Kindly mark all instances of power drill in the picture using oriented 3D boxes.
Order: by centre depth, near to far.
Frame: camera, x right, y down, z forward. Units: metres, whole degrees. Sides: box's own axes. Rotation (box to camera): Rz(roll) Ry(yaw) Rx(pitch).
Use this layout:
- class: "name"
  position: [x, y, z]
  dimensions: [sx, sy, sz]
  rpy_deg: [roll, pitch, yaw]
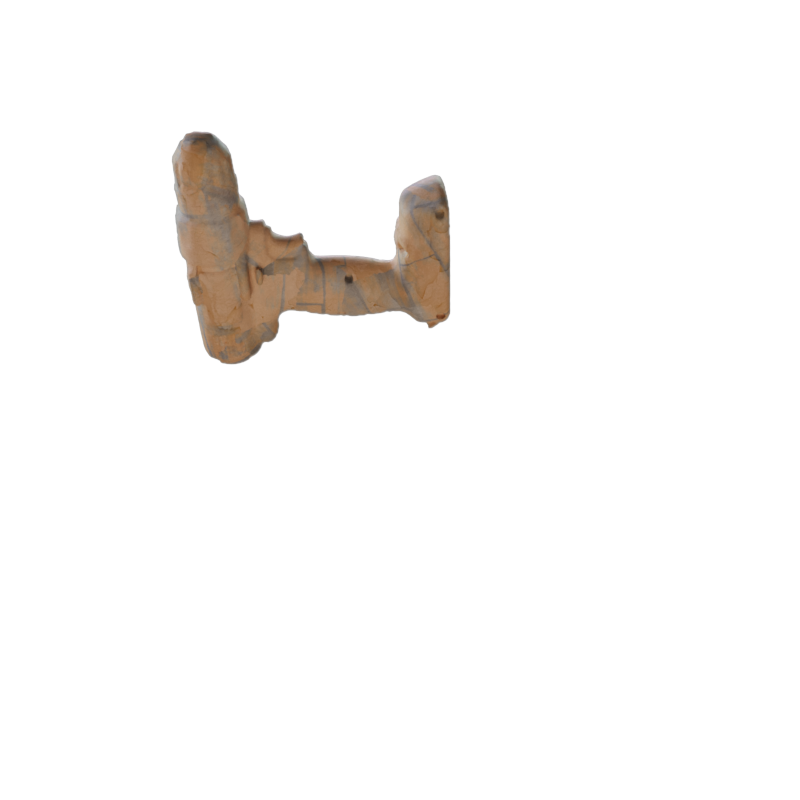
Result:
- class: "power drill"
  position: [-0.061, -0.111, 0.775]
  dimensions: [0.188, 0.172, 0.061]
  rpy_deg: [-3, 39, 2]
